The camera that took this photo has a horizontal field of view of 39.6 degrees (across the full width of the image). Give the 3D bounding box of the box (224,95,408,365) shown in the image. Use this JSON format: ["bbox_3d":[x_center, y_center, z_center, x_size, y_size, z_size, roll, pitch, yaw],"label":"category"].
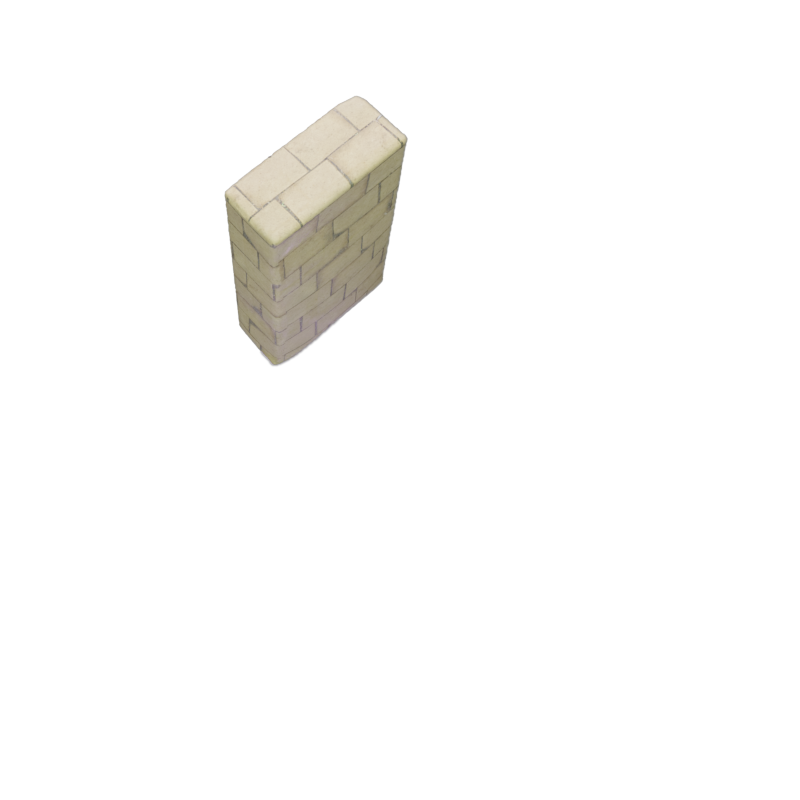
[{"bbox_3d":[-0.049,-0.090,0.625,0.094,0.050,0.167,-41,-14,-18],"label":"box"}]
